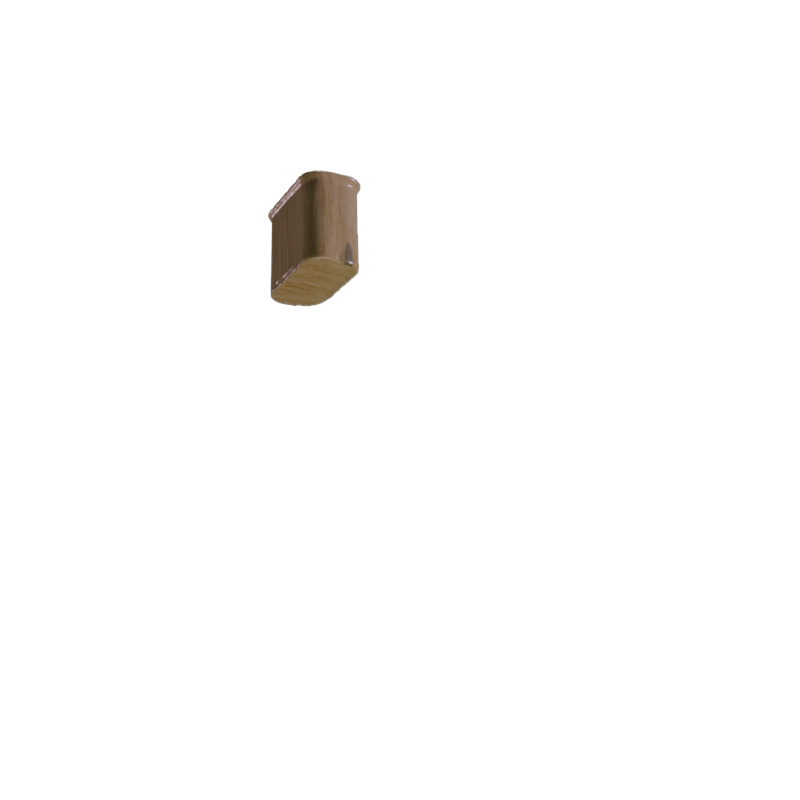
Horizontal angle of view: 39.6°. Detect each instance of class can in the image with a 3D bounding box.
[{"bbox_3d":[-0.075,-0.138,0.965,0.055,0.089,0.100,12,-27,-26],"label":"can"}]
